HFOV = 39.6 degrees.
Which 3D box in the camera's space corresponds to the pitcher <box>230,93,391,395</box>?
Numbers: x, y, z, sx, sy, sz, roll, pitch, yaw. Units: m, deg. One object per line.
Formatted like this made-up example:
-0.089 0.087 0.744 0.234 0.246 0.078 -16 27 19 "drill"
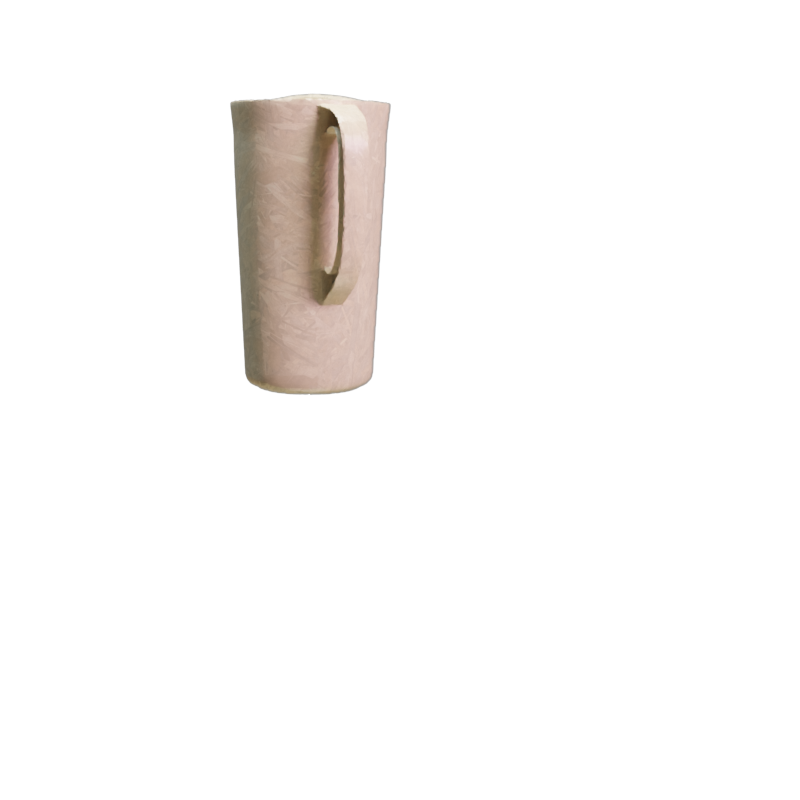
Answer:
-0.072 -0.131 0.915 0.149 0.240 0.147 3 6 22 "pitcher"
